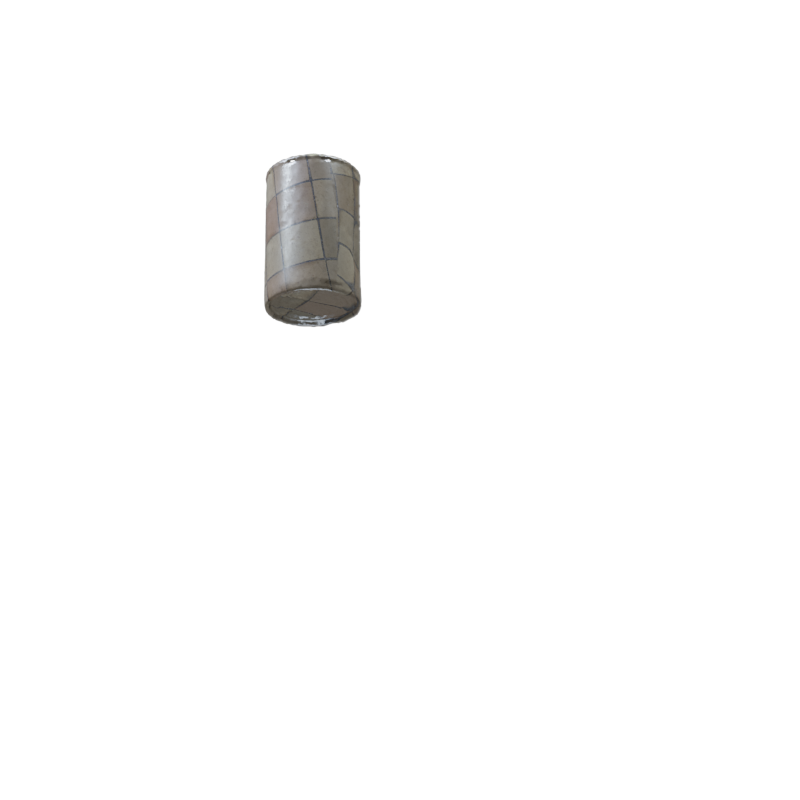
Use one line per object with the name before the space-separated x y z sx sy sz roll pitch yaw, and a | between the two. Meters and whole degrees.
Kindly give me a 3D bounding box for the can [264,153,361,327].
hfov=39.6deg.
can | -0.060 -0.110 0.769 0.068 0.108 0.065 0 -24 -2
